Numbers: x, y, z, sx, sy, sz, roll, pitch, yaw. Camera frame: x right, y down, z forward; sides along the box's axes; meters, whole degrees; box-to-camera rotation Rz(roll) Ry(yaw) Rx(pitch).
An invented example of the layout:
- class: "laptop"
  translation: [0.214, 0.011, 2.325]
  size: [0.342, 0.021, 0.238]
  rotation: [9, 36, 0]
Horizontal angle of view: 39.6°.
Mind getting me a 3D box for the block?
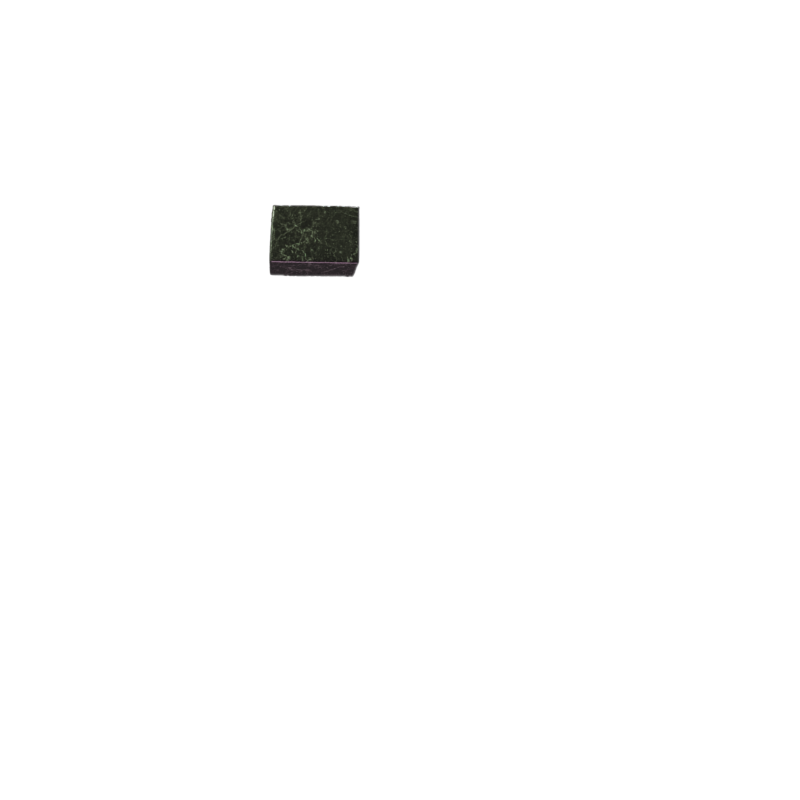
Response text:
- class: "block"
  translation: [-0.076, -0.139, 0.971]
  size: [0.077, 0.053, 0.051]
  rotation: [1, -11, -5]
